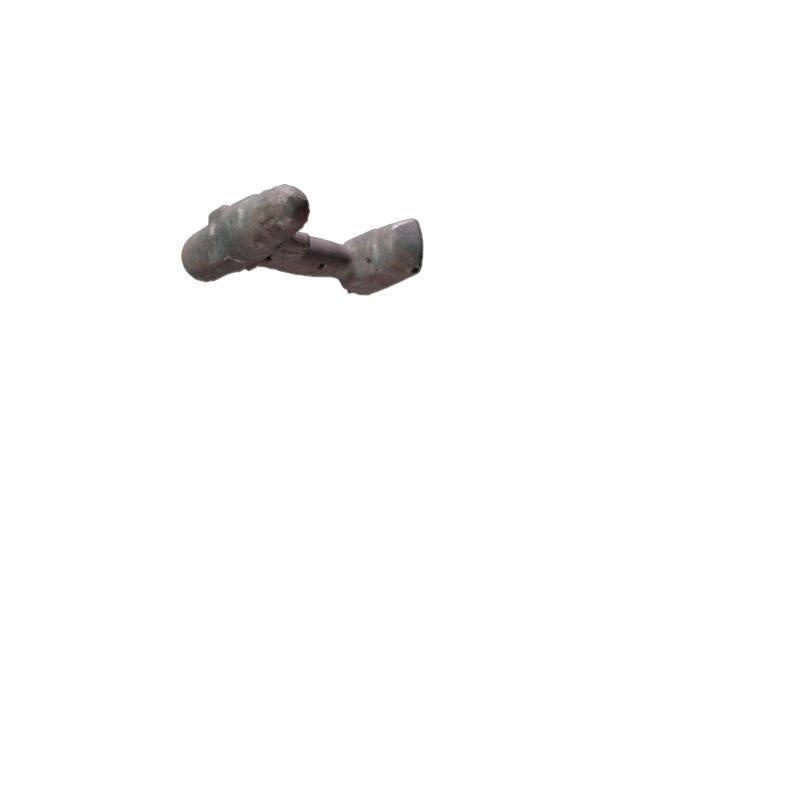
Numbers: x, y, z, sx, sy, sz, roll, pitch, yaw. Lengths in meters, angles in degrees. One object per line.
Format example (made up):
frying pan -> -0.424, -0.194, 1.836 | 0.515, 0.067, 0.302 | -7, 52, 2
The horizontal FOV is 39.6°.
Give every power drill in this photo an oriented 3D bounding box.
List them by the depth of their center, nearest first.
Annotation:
power drill -> -0.076, -0.138, 0.965 | 0.180, 0.059, 0.187 | 5, -10, -32
